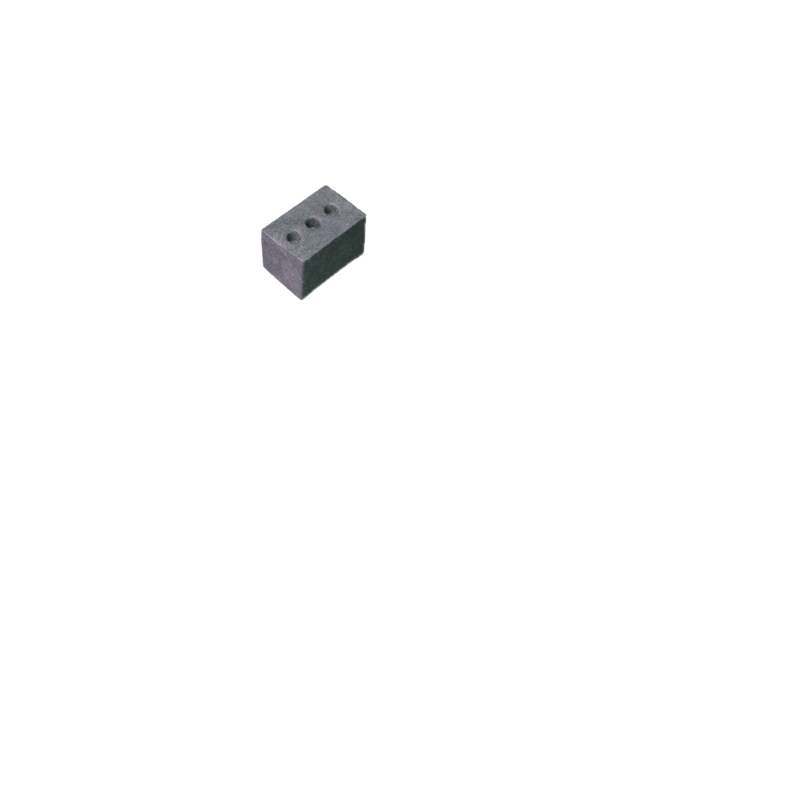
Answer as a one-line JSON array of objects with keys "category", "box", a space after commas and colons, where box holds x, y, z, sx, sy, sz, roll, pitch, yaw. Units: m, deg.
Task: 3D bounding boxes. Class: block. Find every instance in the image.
[{"category": "block", "box": [-0.075, -0.136, 0.953, 0.056, 0.048, 0.079, 38, 61, 23]}]
